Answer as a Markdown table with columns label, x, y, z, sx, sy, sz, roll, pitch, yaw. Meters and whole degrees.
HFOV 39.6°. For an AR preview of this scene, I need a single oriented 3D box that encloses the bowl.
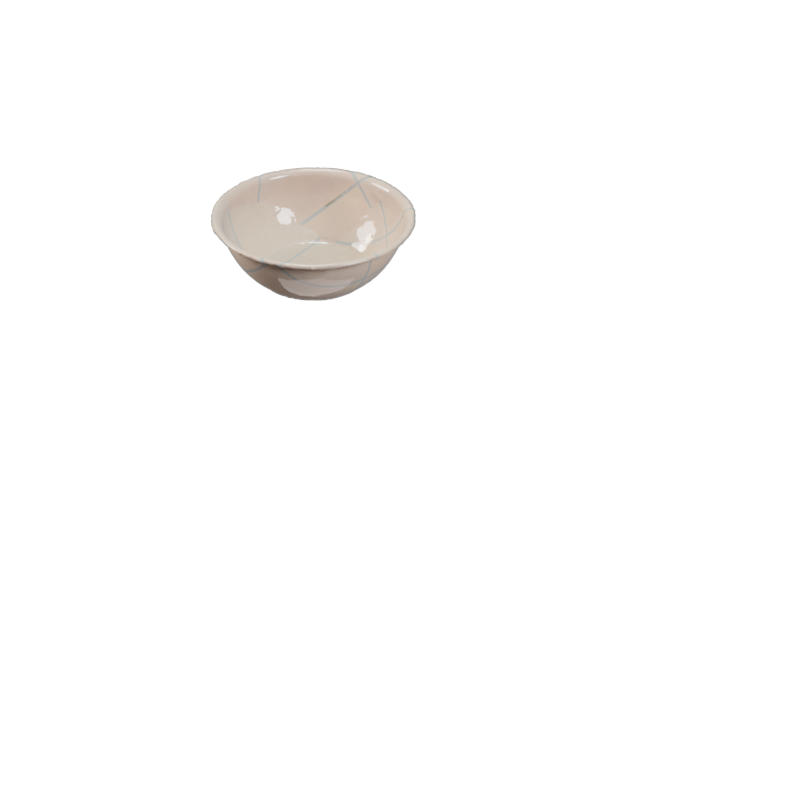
| label | x | y | z | sx | sy | sz | roll | pitch | yaw |
| --- | --- | --- | --- | --- | --- | --- | --- | --- | --- |
| bowl | -0.069 | -0.127 | 0.888 | 0.162 | 0.052 | 0.173 | -1 | 36 | -2 |
